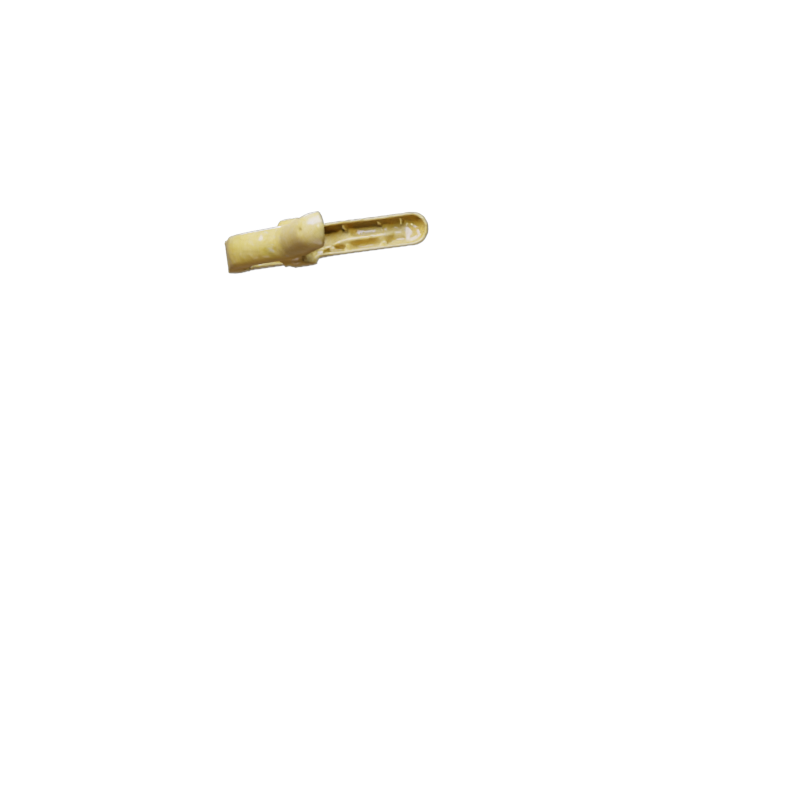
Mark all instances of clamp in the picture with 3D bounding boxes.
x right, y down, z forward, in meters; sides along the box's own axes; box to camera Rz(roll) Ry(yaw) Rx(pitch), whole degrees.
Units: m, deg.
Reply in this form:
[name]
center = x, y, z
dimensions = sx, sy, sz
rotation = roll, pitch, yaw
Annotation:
[clamp]
center = -0.066, -0.120, 0.841
dimensions = 0.115, 0.039, 0.177
rotation = -1, 1, -37
